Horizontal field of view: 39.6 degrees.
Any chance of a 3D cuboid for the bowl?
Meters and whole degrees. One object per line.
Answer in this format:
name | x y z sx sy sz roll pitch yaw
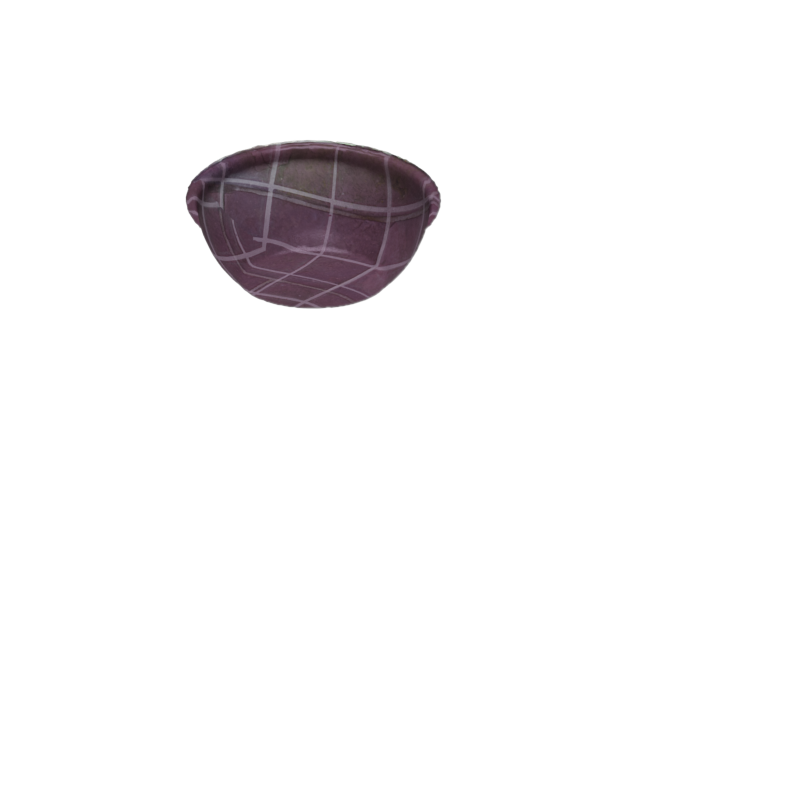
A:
bowl | -0.054 -0.099 0.692 0.162 0.058 0.154 0 -19 -2
